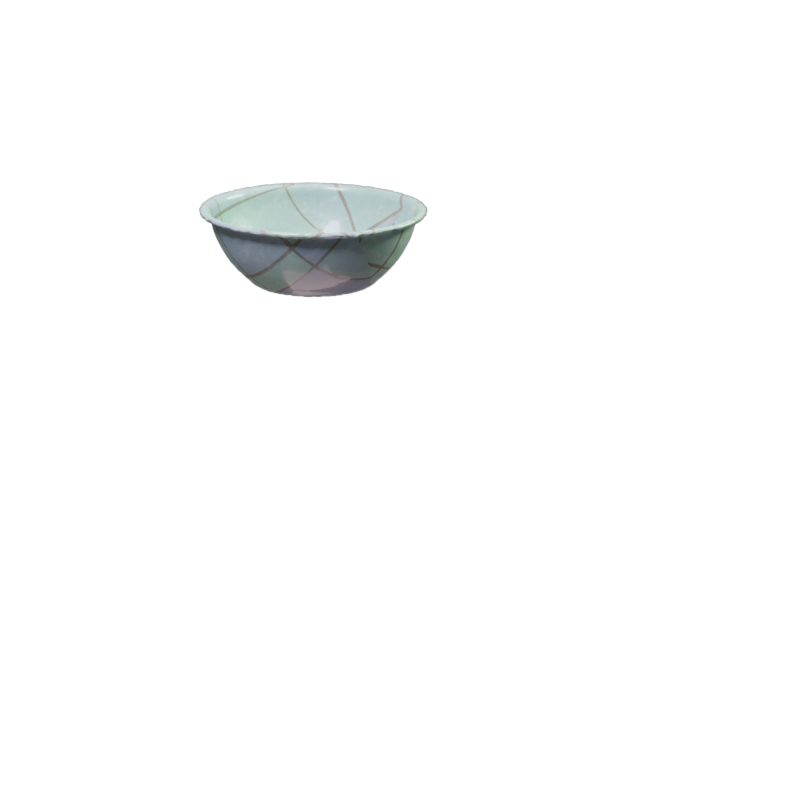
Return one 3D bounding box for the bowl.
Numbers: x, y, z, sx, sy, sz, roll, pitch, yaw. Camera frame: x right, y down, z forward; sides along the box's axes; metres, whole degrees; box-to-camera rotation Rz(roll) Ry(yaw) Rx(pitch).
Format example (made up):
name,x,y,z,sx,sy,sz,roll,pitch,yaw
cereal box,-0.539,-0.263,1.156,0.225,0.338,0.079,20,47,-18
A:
name,x,y,z,sx,sy,sz,roll,pitch,yaw
bowl,-0.062,-0.113,0.793,0.162,0.053,0.170,-1,22,-2
